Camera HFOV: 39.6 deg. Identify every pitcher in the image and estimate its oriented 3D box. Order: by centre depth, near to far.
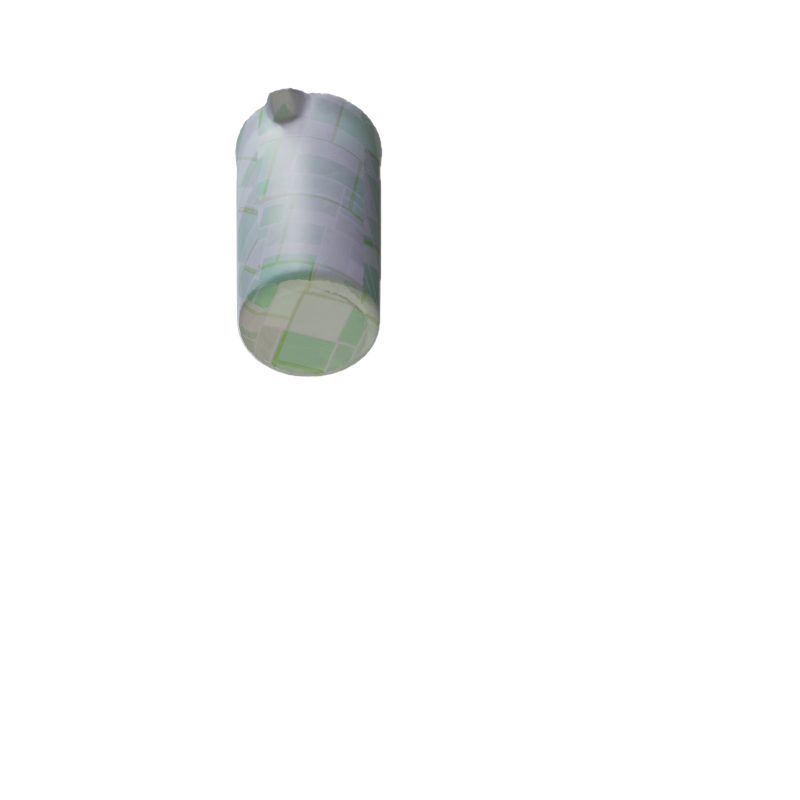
[{"bbox_3d":[-0.073,-0.132,0.926,0.143,0.261,0.140,21,-51,-22],"label":"pitcher"}]
